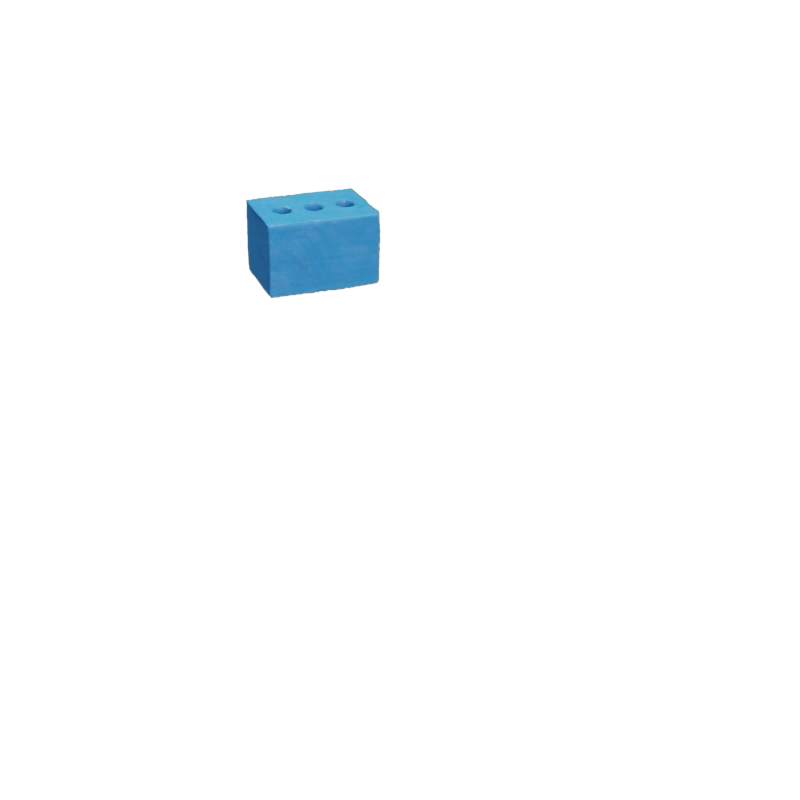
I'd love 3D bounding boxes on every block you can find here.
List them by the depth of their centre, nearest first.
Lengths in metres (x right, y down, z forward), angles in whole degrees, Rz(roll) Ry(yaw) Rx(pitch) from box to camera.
[{"bbox_3d":[-0.057,-0.105,0.732,0.077,0.049,0.056,-9,27,-19],"label":"block"}]
